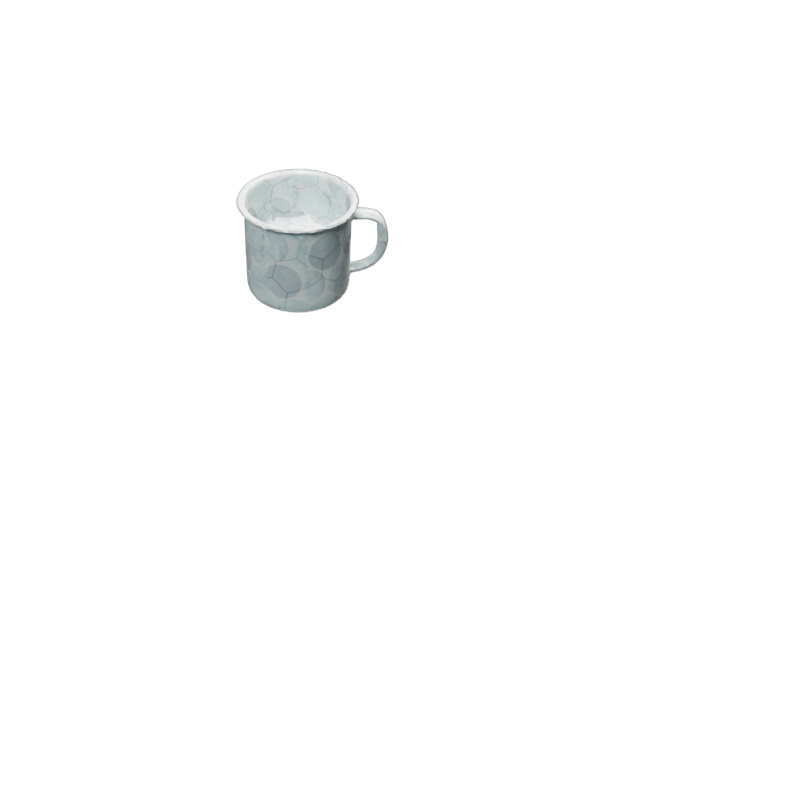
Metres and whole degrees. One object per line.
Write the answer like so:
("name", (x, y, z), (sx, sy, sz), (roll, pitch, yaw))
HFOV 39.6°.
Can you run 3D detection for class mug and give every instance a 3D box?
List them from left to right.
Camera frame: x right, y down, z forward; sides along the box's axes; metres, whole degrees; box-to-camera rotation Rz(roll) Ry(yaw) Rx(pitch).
("mug", (-0.068, -0.123, 0.864), (0.116, 0.076, 0.100), (-5, 38, -7))
